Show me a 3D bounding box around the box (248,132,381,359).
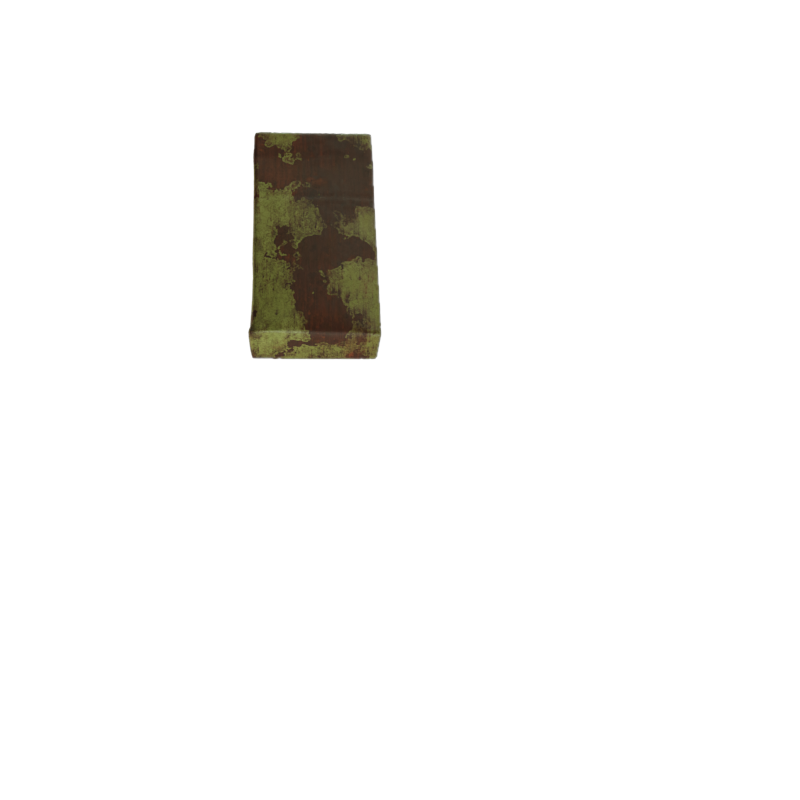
[{"bbox_3d":[-0.064,-0.118,0.825,0.093,0.188,0.045,0,-32,-3],"label":"box"}]
